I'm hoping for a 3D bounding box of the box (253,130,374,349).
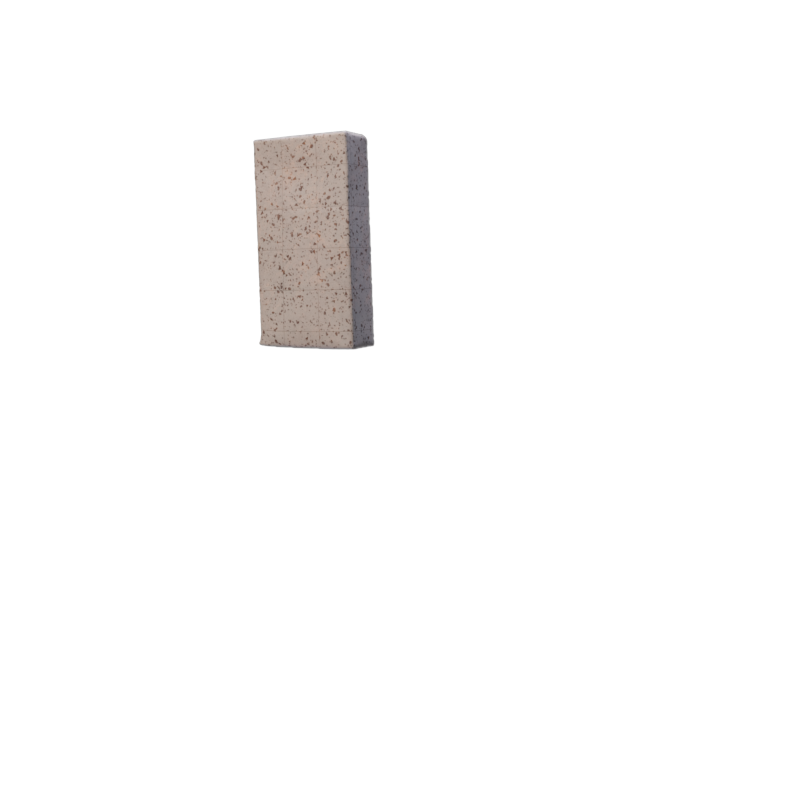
[{"bbox_3d":[-0.072,-0.132,0.923,0.096,0.177,0.046,-1,-2,30],"label":"box"}]
